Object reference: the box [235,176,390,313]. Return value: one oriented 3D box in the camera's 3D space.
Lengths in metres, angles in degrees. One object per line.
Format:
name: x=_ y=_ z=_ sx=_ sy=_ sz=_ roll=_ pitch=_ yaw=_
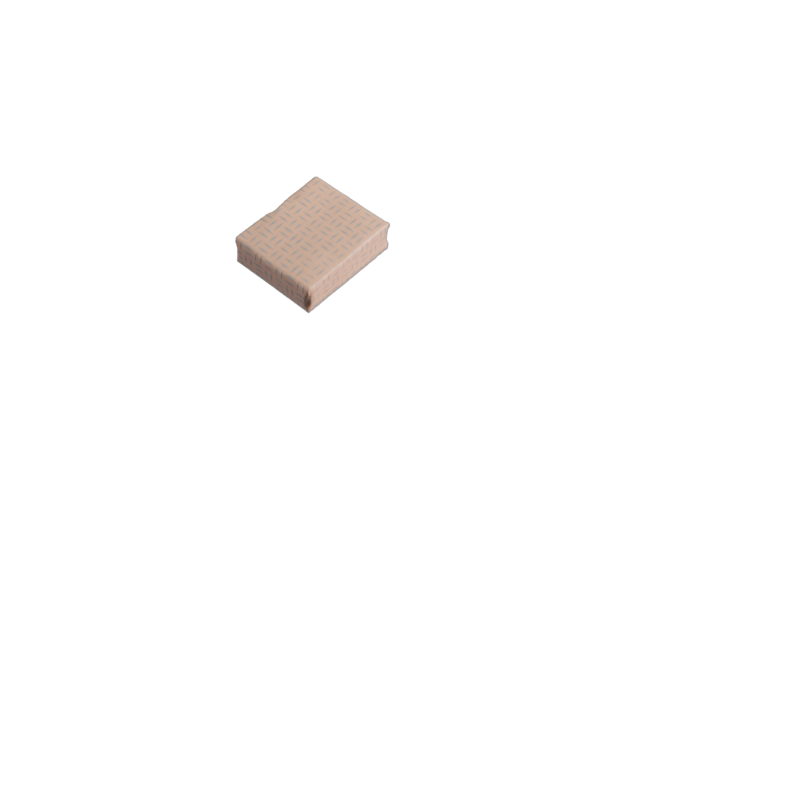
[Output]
box: x=-0.063 y=-0.114 z=0.801 sx=0.077 sy=0.028 sz=0.090 roll=35 pitch=59 yaw=24
